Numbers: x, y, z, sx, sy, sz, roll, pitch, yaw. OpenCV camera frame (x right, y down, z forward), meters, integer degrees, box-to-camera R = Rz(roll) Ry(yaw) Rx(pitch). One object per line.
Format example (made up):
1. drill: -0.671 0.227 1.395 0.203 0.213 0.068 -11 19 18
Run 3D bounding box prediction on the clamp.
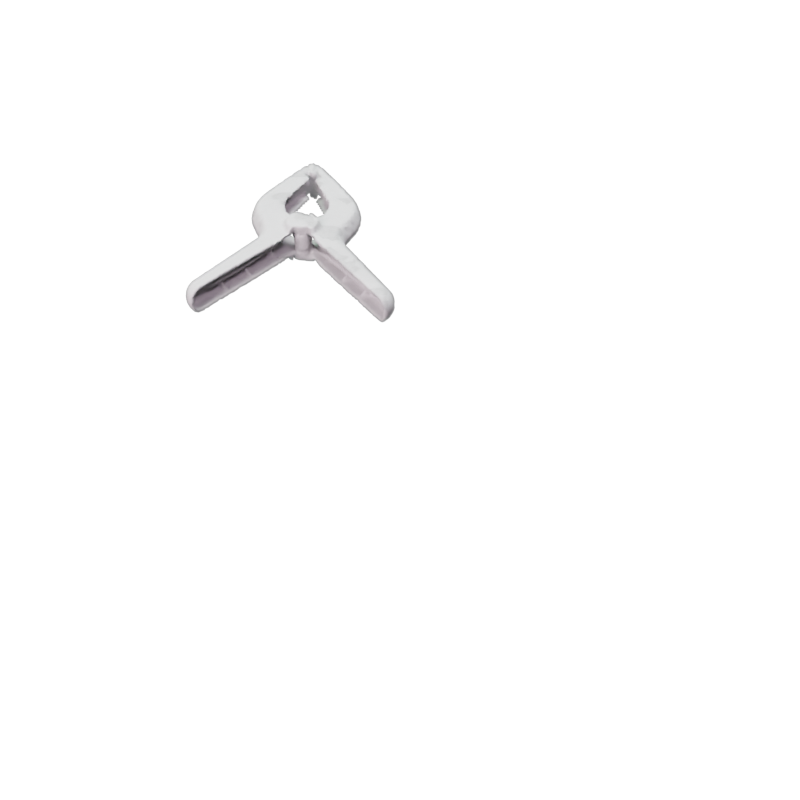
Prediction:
1. clamp: -0.074 -0.134 0.940 0.167 0.034 0.221 7 40 8
